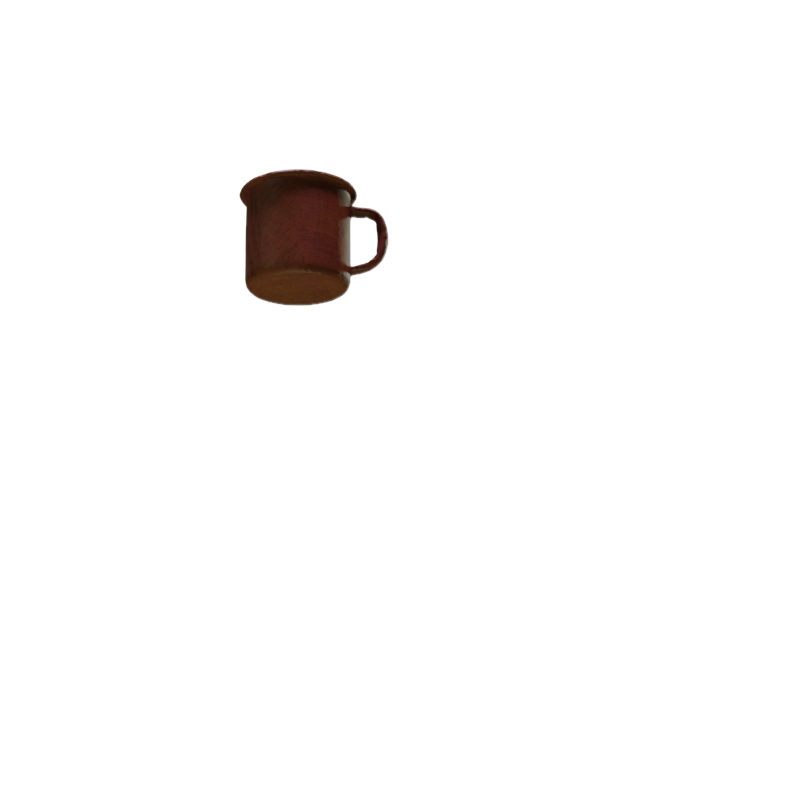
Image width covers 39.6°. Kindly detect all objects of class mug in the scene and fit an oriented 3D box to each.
[{"bbox_3d":[-0.068,-0.124,0.867,0.117,0.085,0.089,0,-19,-3],"label":"mug"}]
